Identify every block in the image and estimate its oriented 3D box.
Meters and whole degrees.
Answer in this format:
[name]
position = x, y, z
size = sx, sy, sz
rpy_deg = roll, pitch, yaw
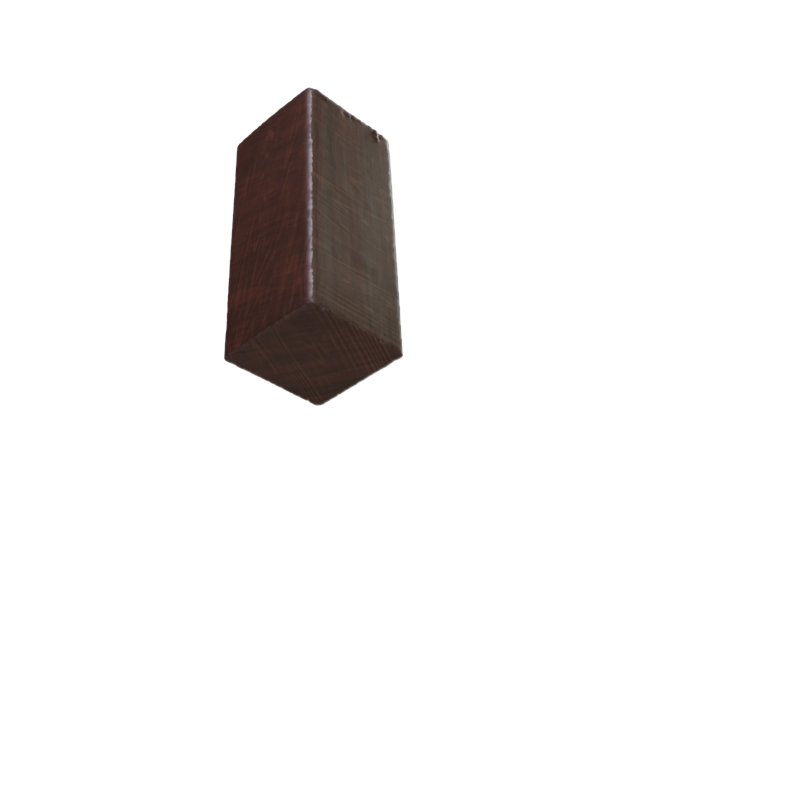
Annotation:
[block]
position = -0.063, -0.117, 0.814
size = 0.085, 0.221, 0.089
rpy_deg = 30, -48, -35
